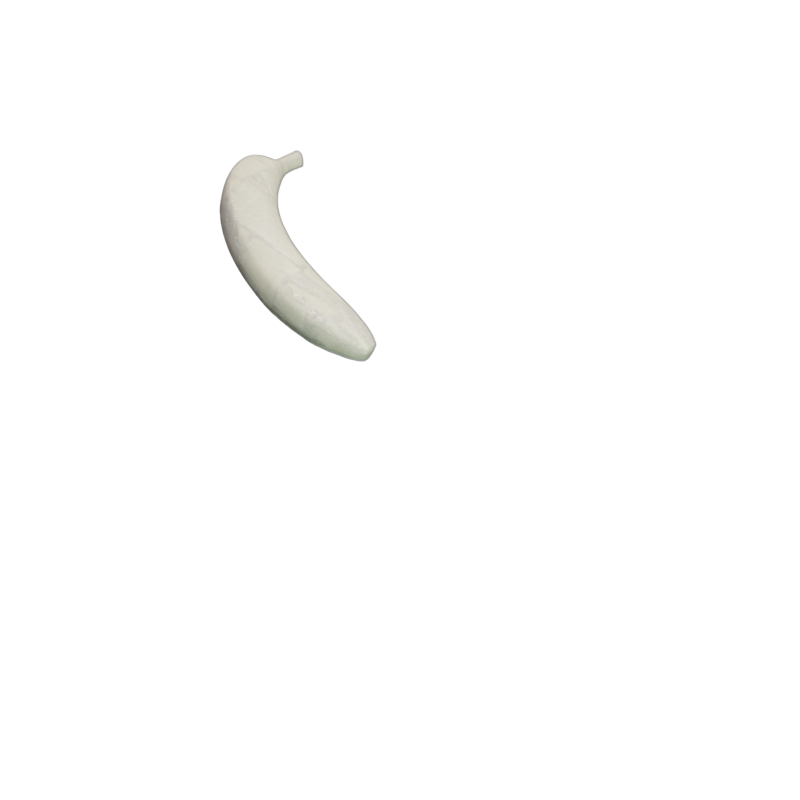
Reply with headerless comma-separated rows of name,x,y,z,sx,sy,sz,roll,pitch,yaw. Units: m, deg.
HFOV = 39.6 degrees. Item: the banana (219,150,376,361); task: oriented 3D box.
banana,-0.073,-0.098,0.687,0.069,0.214,0.034,-11,-42,-11
